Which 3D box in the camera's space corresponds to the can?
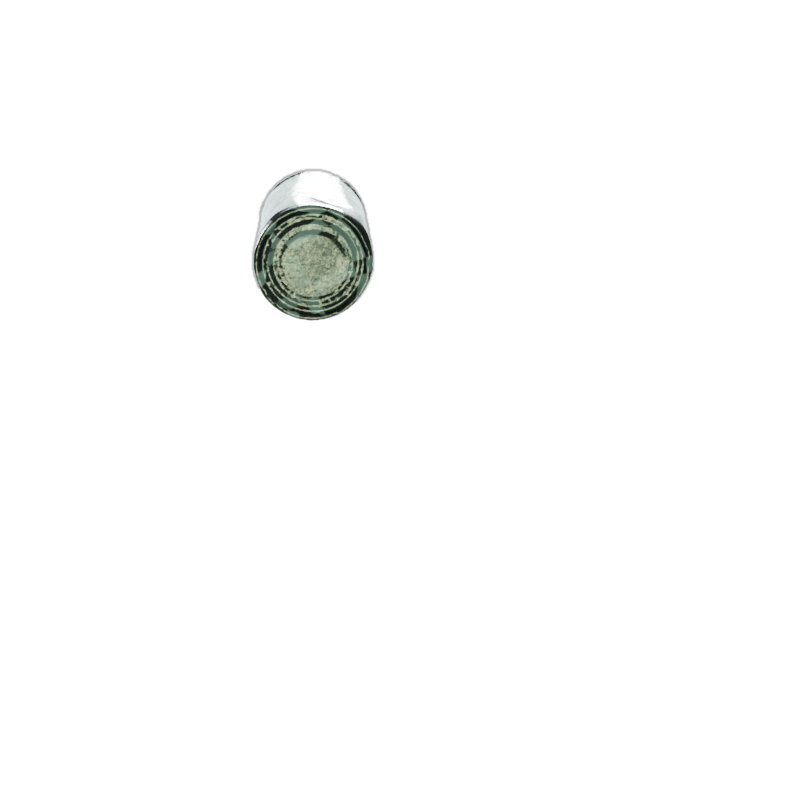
[{"bbox_3d":[-0.051,-0.093,0.654,0.068,0.066,0.107,0,19,-3],"label":"can"}]
